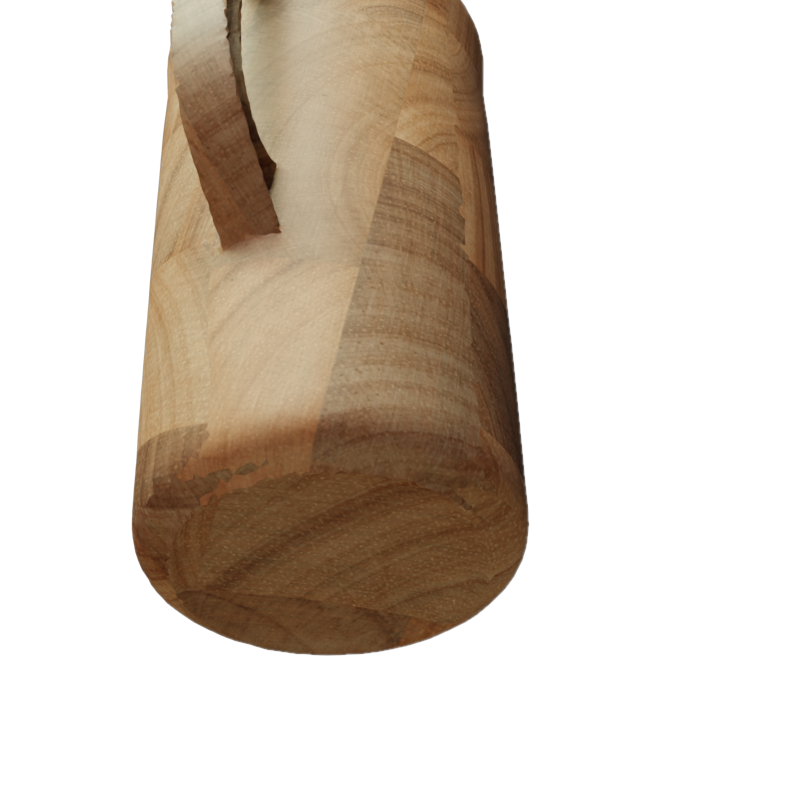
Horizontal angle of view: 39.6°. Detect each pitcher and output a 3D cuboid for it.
[{"bbox_3d":[-0.030,-0.054,0.378,0.144,0.261,0.139,17,-48,-19],"label":"pitcher"}]
